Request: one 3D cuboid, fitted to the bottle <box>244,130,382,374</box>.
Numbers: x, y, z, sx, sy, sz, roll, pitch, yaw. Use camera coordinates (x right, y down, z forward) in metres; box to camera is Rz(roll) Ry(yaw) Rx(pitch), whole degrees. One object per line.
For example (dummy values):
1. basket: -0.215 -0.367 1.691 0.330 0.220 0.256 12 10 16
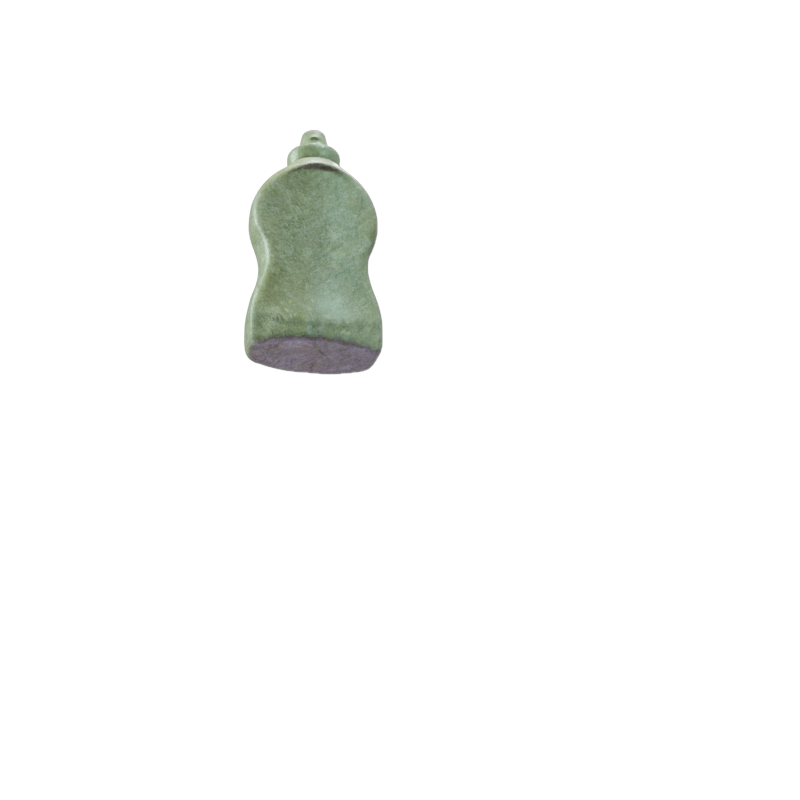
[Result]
1. bottle: -0.064 -0.117 0.820 0.095 0.204 0.056 3 -29 -10
